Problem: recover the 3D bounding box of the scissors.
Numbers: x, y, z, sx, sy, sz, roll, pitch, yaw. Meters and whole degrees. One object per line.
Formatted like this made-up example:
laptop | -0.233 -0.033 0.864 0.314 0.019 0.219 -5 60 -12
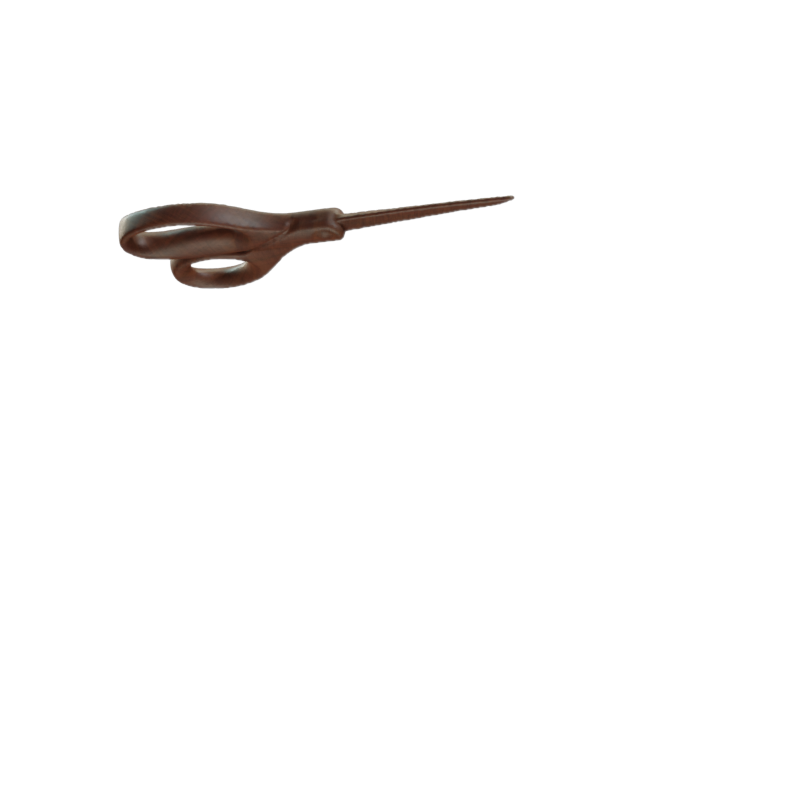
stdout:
scissors | -0.046 -0.084 0.587 0.202 0.016 0.091 -1 -17 2
